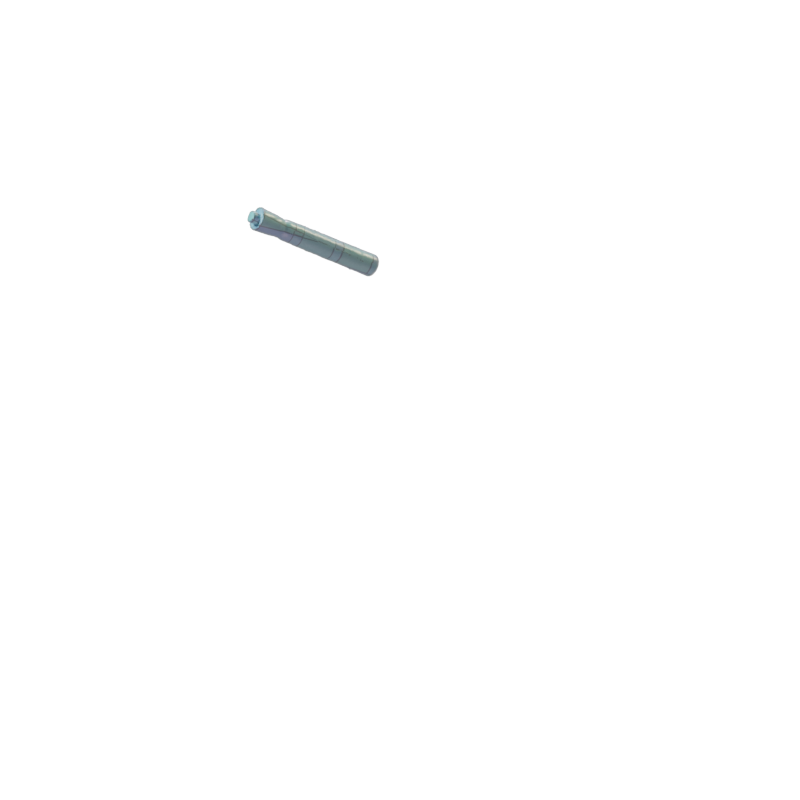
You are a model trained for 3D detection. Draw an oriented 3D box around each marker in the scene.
[{"bbox_3d":[-0.069,-0.126,0.881,0.114,0.020,0.020,19,-7,-32],"label":"marker"}]
